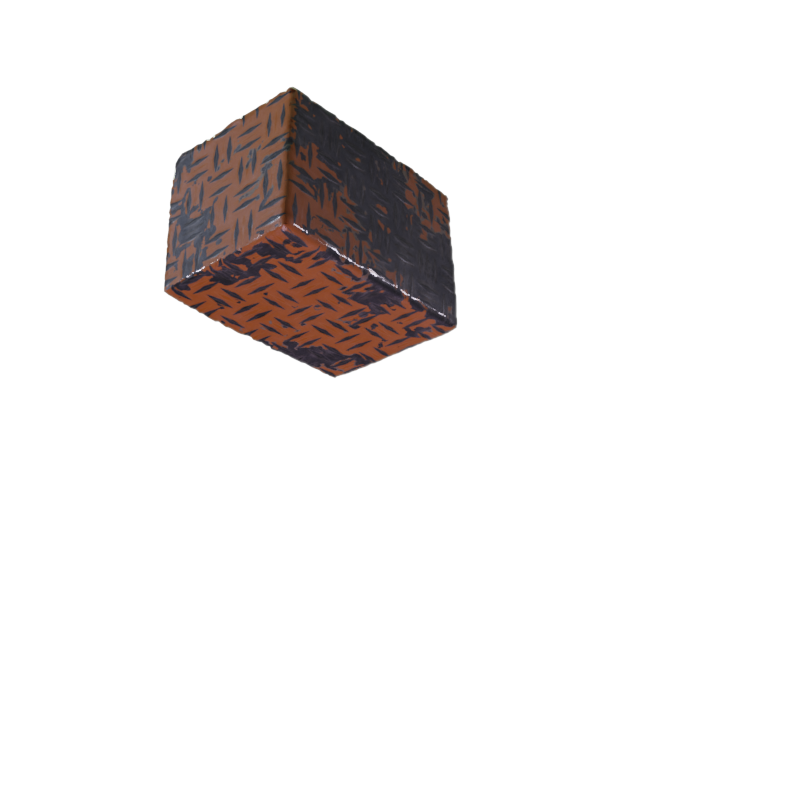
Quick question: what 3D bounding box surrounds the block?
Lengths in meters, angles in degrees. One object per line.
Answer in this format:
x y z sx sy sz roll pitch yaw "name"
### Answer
-0.027 -0.049 0.343 0.053 0.055 0.073 -24 -36 34 "block"
